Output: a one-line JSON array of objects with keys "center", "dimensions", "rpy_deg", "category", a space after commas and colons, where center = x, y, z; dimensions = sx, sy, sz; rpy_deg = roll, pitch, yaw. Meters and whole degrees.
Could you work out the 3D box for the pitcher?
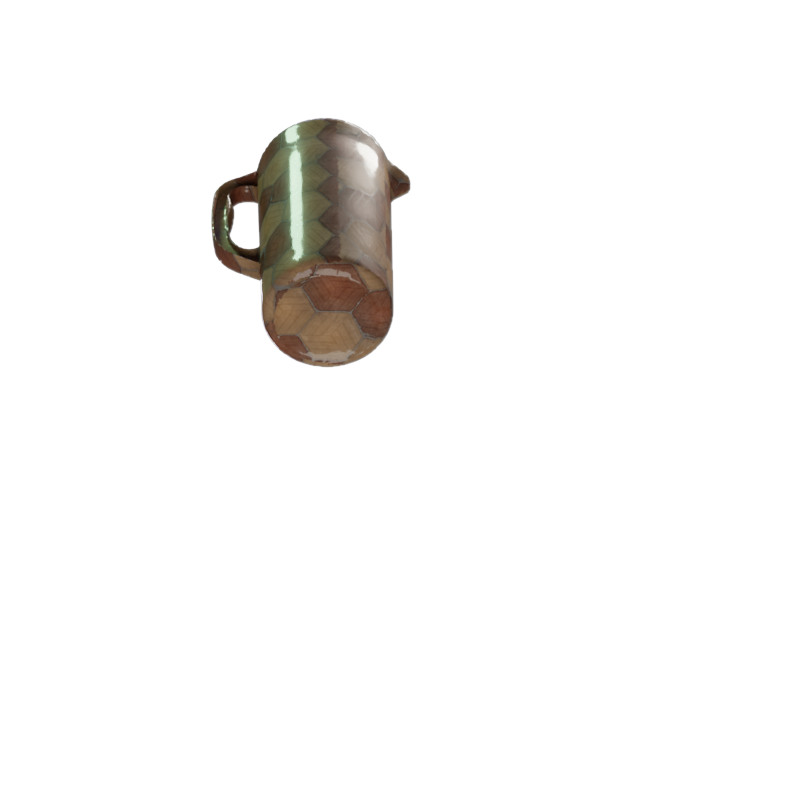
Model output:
[{"center": [-0.078, -0.142, 0.993], "dimensions": [0.147, 0.260, 0.137], "rpy_deg": [-40, -61, 23], "category": "pitcher"}]
